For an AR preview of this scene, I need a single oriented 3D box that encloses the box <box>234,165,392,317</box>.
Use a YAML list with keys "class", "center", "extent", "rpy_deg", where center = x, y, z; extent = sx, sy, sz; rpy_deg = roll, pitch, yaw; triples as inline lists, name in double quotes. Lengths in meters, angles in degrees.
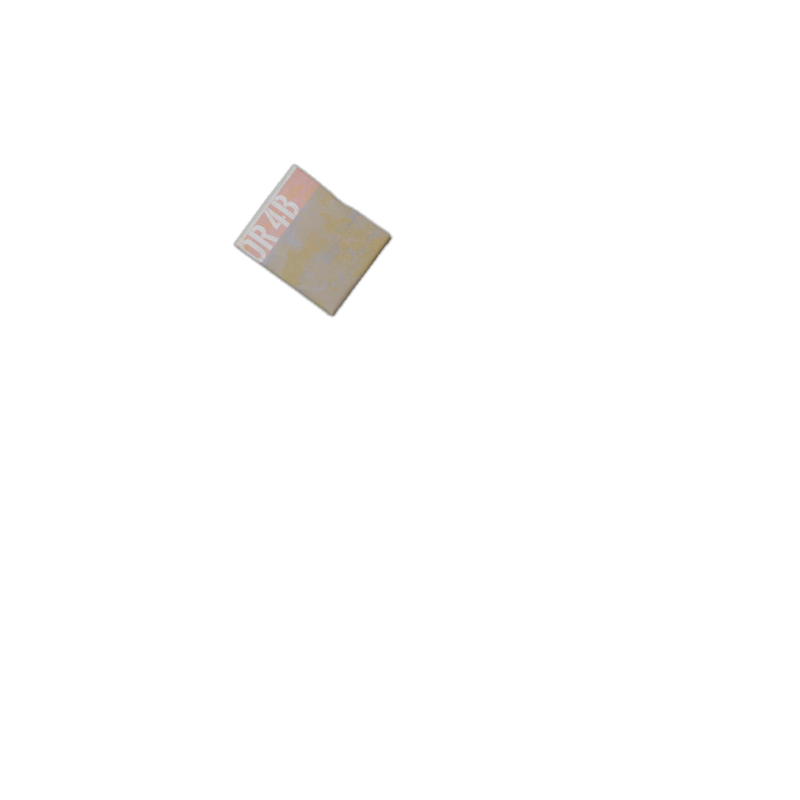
- class: "box"
  center: [-0.063, -0.115, 0.804]
  extent: [0.089, 0.073, 0.030]
  rpy_deg: [37, -2, 1]
